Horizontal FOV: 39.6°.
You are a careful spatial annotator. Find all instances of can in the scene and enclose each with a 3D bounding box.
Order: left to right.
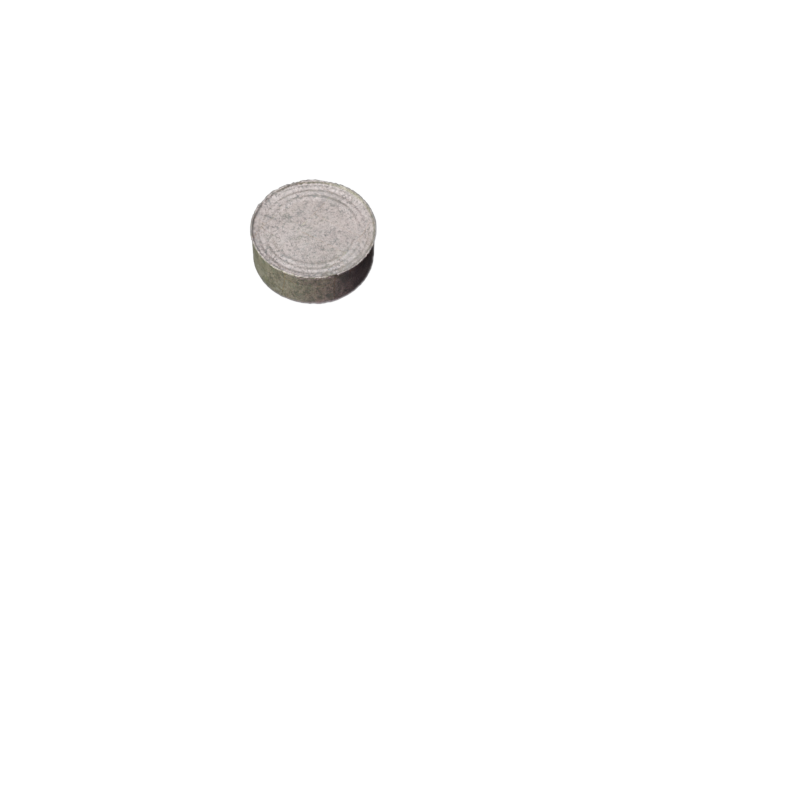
[{"bbox_3d":[-0.060,-0.109,0.762,0.086,0.092,0.031,-1,-35,-1],"label":"can"}]
